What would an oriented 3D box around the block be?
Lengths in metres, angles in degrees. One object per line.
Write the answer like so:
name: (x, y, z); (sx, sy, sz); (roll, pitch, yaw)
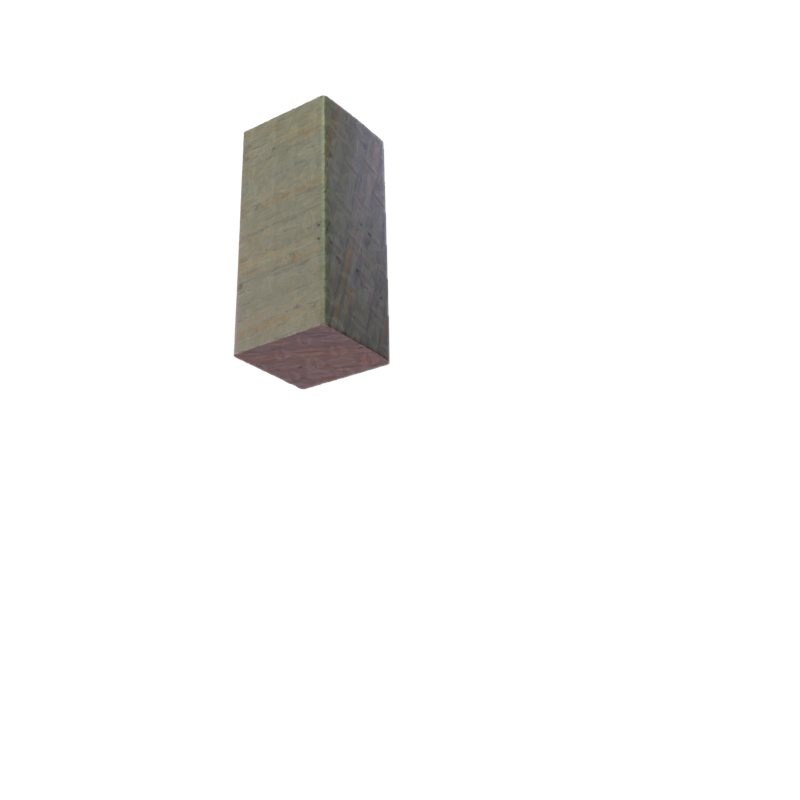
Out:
block: (-0.069, -0.128, 0.895); (0.092, 0.219, 0.084); (-19, -32, 30)
